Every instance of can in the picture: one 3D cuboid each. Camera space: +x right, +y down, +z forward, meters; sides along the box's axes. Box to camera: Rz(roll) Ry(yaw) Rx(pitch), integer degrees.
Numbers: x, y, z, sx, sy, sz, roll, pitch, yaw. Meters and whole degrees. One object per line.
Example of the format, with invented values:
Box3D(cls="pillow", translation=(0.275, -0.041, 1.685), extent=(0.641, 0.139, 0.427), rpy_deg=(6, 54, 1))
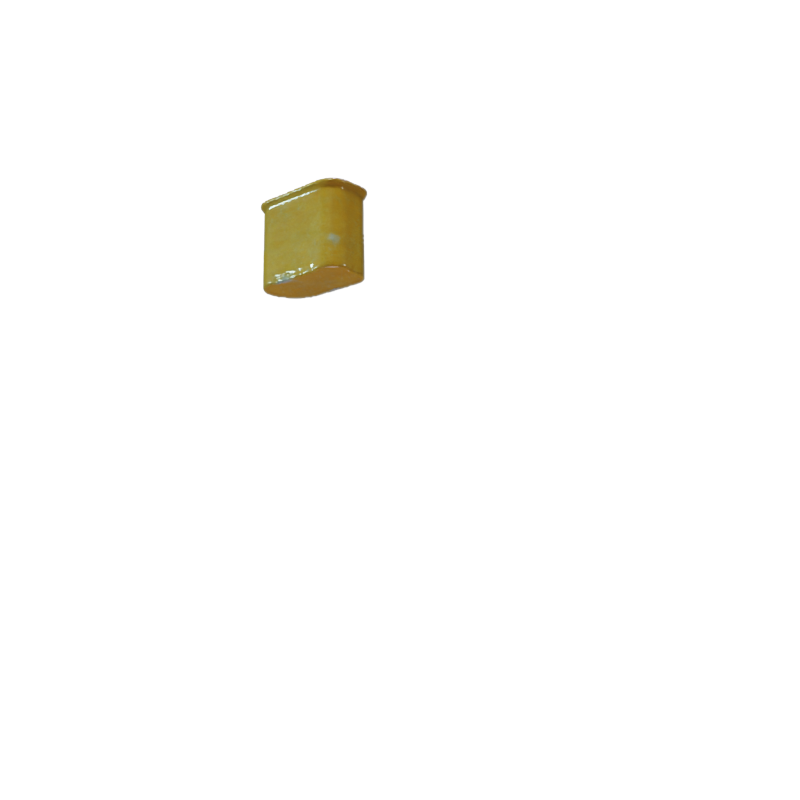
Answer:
Box3D(cls="can", translation=(-0.078, -0.143, 0.999), extent=(0.104, 0.088, 0.054), rpy_deg=(-14, -23, 39))
